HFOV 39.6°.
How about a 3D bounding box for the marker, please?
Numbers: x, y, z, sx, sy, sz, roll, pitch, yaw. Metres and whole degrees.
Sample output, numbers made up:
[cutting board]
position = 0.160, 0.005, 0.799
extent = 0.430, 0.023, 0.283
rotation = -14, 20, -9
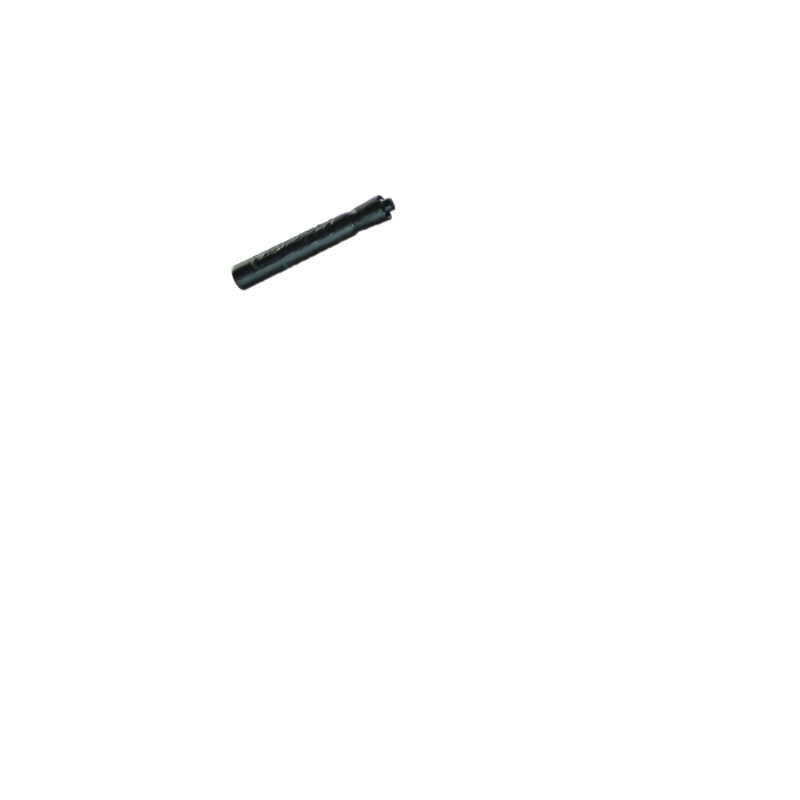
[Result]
[marker]
position = -0.058, -0.106, 0.740
extent = 0.121, 0.020, 0.019
rotation = -23, -4, 18
